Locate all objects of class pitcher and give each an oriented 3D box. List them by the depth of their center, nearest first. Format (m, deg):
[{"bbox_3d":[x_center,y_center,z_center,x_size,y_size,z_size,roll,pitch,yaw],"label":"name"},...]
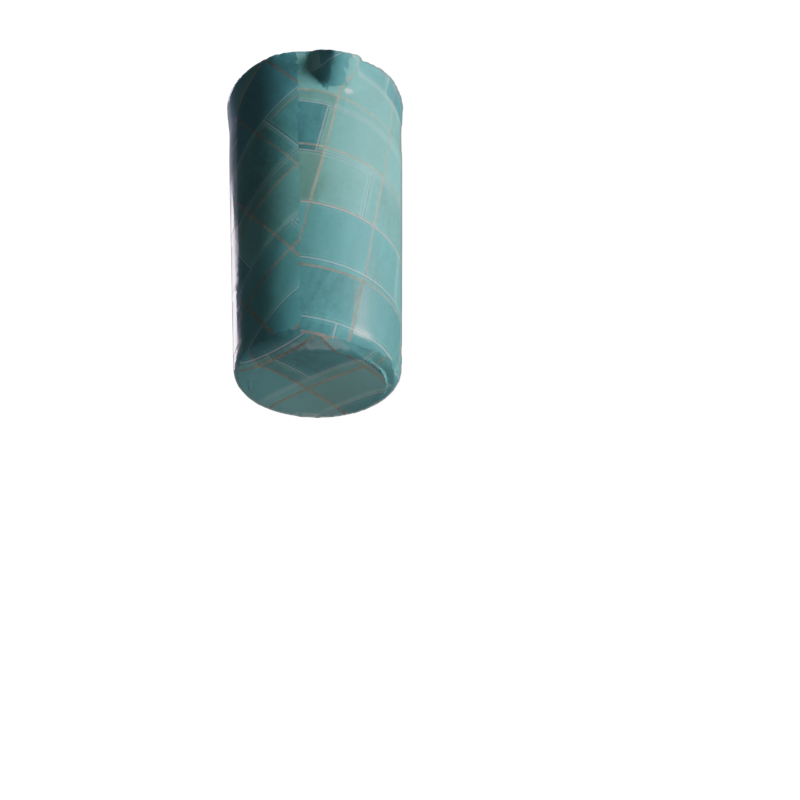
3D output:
[{"bbox_3d":[-0.061,-0.111,0.781,0.146,0.260,0.138,-17,-36,22],"label":"pitcher"}]
